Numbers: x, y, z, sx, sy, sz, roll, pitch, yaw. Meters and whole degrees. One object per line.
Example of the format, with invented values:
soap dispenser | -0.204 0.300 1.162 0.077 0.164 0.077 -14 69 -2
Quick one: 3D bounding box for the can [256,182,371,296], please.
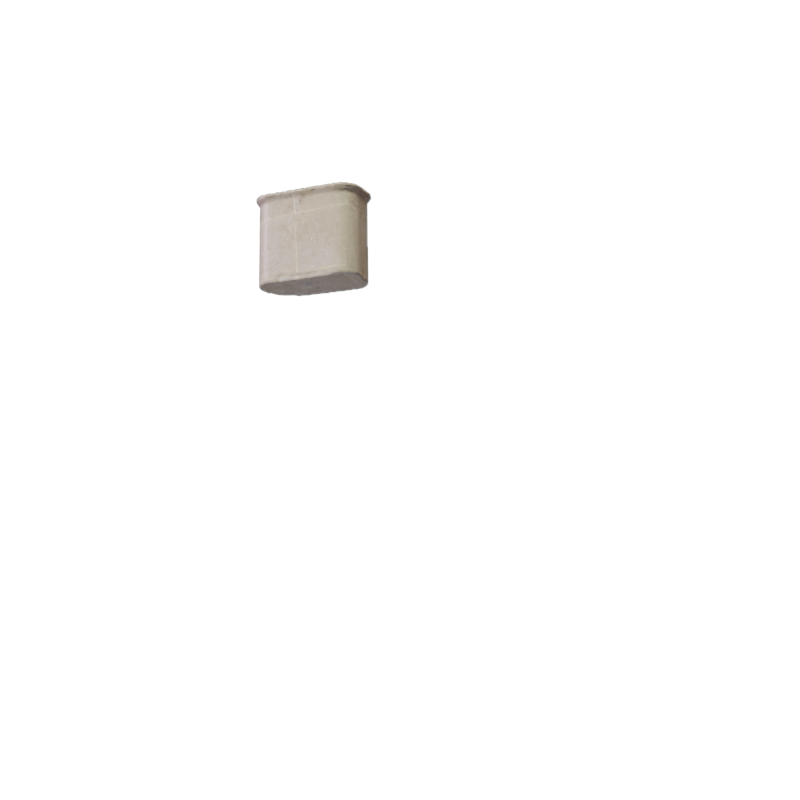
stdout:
can | -0.077 -0.141 0.989 0.104 0.087 0.054 -6 -16 23
